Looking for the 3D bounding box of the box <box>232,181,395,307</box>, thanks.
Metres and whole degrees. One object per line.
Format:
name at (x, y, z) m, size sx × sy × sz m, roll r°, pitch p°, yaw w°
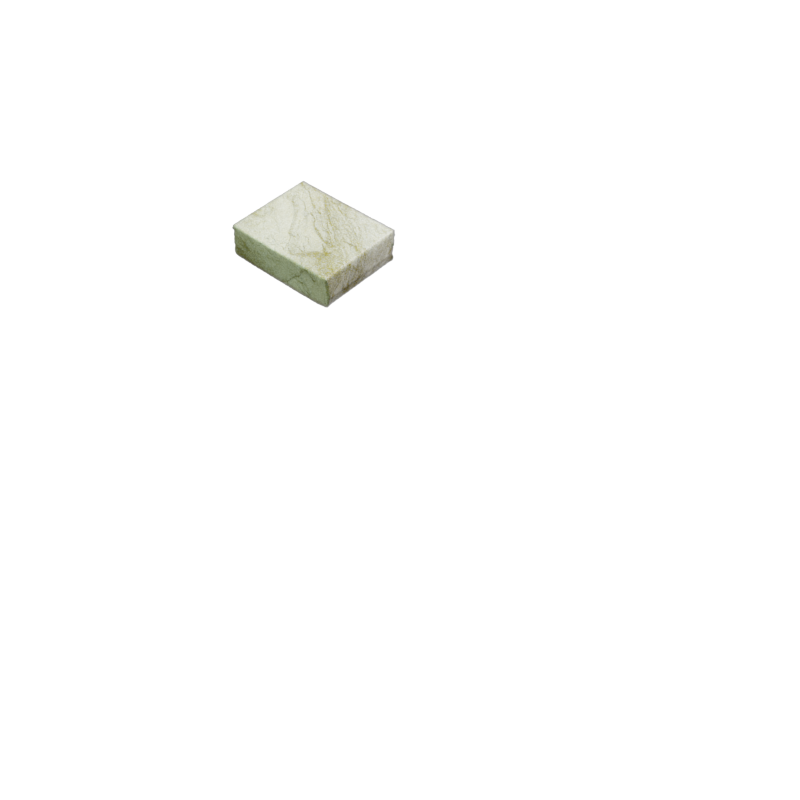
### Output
box at (-0.075, -0.137, 0.963) m, size 0.121 × 0.036 × 0.091 m, roll 33°, pitch 53°, yaw 28°
